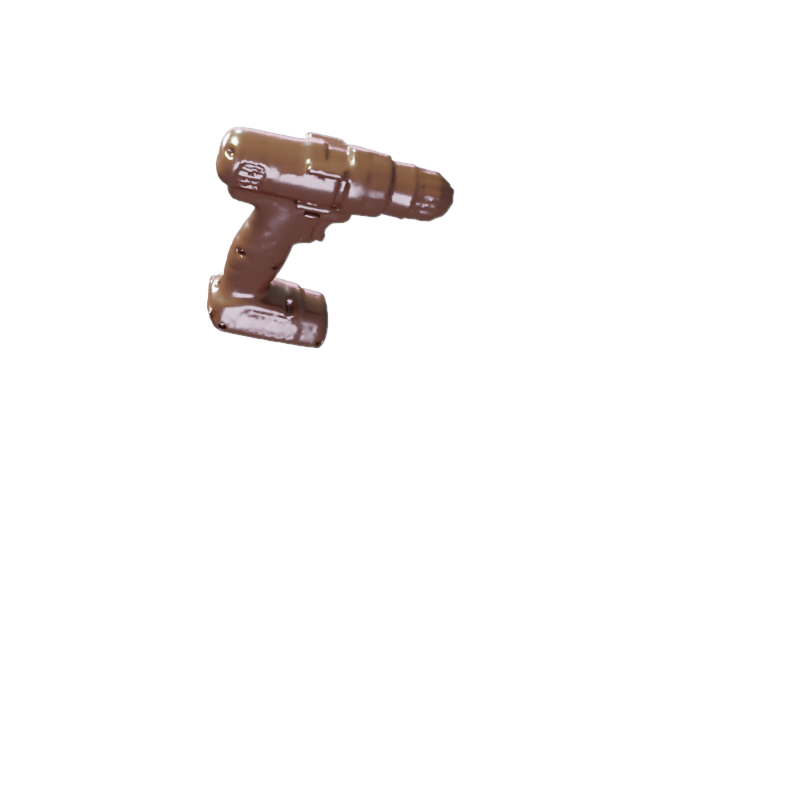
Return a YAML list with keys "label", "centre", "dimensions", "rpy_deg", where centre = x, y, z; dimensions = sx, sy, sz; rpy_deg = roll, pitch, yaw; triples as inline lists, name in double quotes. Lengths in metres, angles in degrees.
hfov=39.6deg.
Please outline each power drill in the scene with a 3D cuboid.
- label: "power drill"
  centre: [-0.069, -0.126, 0.883]
  dimensions: [0.181, 0.178, 0.062]
  rpy_deg: [13, 41, -12]
